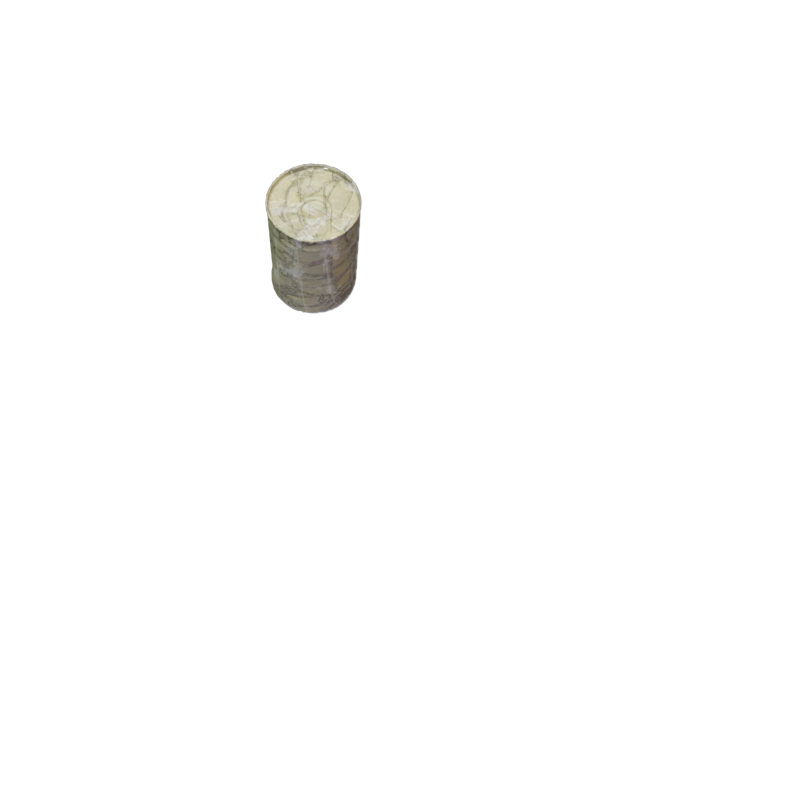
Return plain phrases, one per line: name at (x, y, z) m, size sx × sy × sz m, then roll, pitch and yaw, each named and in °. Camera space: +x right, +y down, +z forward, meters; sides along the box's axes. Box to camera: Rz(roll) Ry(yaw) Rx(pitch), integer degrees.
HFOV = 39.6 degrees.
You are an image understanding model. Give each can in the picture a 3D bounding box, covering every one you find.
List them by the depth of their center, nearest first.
can at (-0.064, -0.117, 0.820) m, size 0.068 × 0.073 × 0.096 m, roll 0°, pitch -30°, yaw -3°
